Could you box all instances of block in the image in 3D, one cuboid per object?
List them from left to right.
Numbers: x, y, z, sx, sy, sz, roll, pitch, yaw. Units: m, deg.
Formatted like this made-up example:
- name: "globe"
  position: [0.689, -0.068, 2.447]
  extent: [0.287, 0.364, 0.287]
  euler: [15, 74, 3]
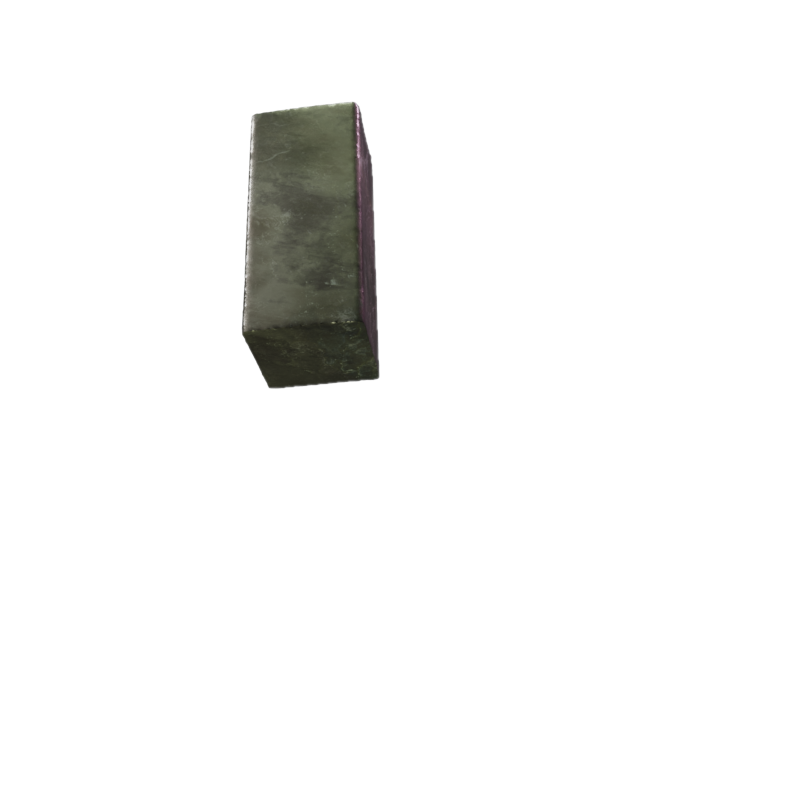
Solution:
- name: "block"
  position: [-0.068, -0.125, 0.874]
  extent: [0.091, 0.220, 0.084]
  euler: [-6, -32, 6]
